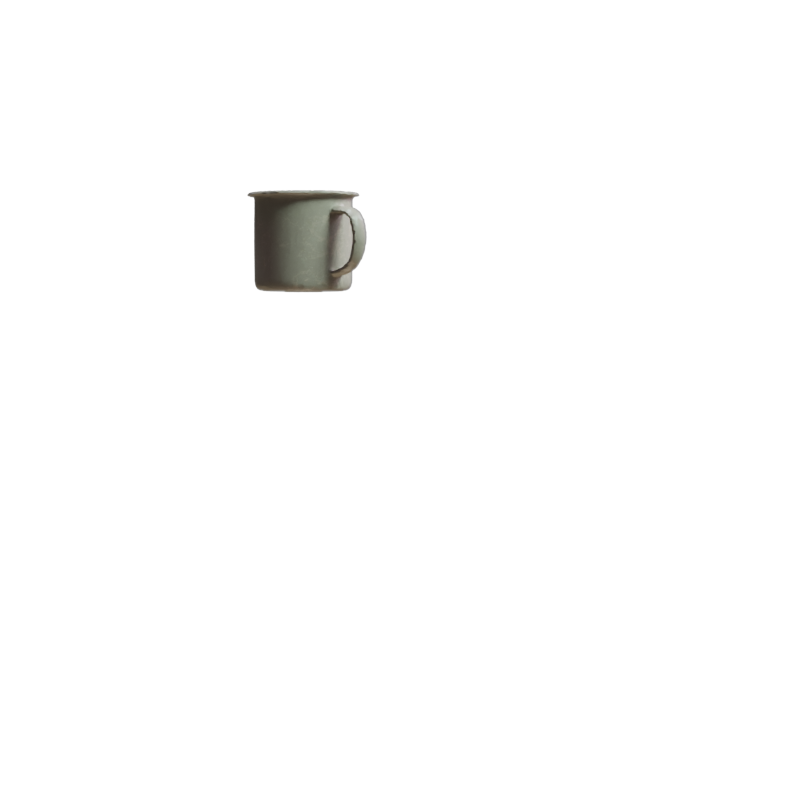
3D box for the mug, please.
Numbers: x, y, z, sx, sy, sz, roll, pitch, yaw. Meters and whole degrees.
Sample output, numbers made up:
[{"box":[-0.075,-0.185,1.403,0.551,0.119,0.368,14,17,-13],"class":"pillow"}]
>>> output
[{"box":[-0.072,-0.131,0.916,0.122,0.081,0.090,5,6,43],"class":"mug"}]
